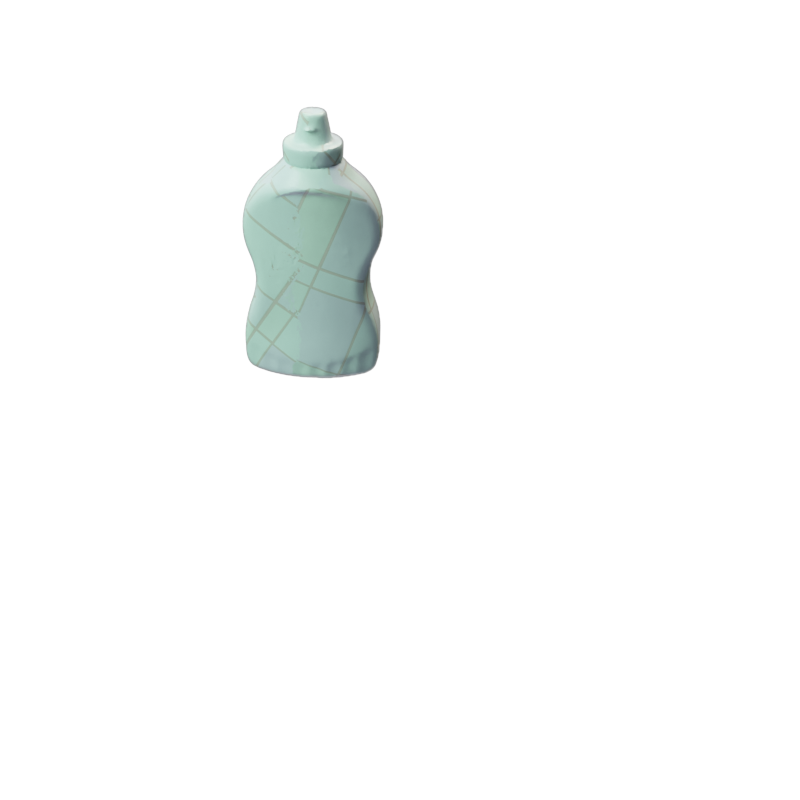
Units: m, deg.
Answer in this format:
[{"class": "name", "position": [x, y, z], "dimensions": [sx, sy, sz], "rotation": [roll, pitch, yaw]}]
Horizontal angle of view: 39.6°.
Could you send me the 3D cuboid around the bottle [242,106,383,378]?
[{"class": "bottle", "position": [-0.060, -0.110, 0.769], "dimensions": [0.097, 0.181, 0.061], "rotation": [5, 27, 6]}]
